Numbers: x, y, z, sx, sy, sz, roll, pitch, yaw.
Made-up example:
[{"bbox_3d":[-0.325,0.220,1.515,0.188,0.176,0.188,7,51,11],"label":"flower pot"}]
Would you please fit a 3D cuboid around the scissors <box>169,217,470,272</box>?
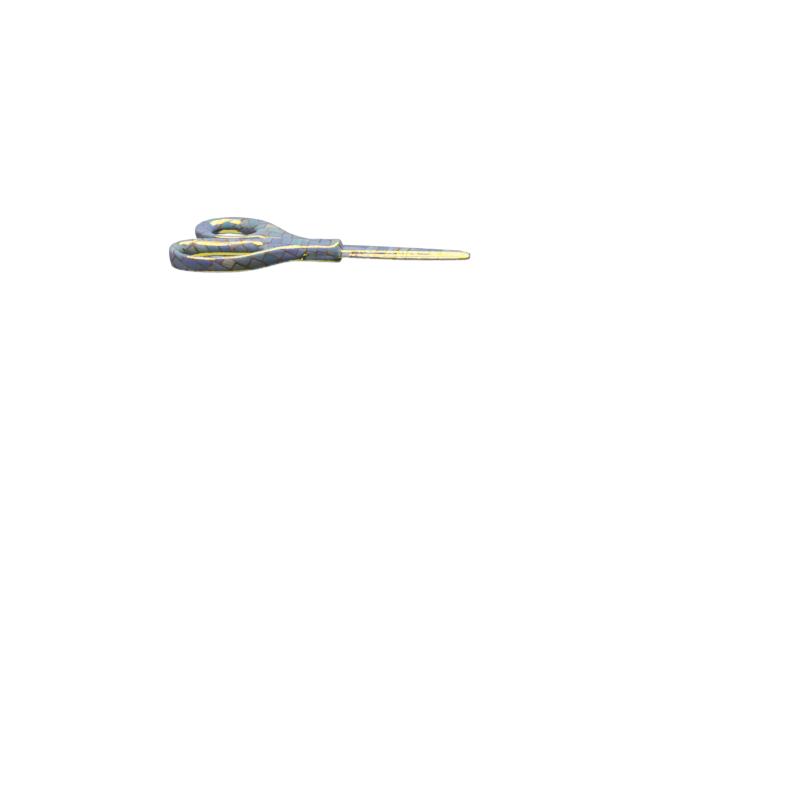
[{"bbox_3d":[-0.061,-0.111,0.779,0.200,0.015,0.102,-4,27,-9],"label":"scissors"}]
